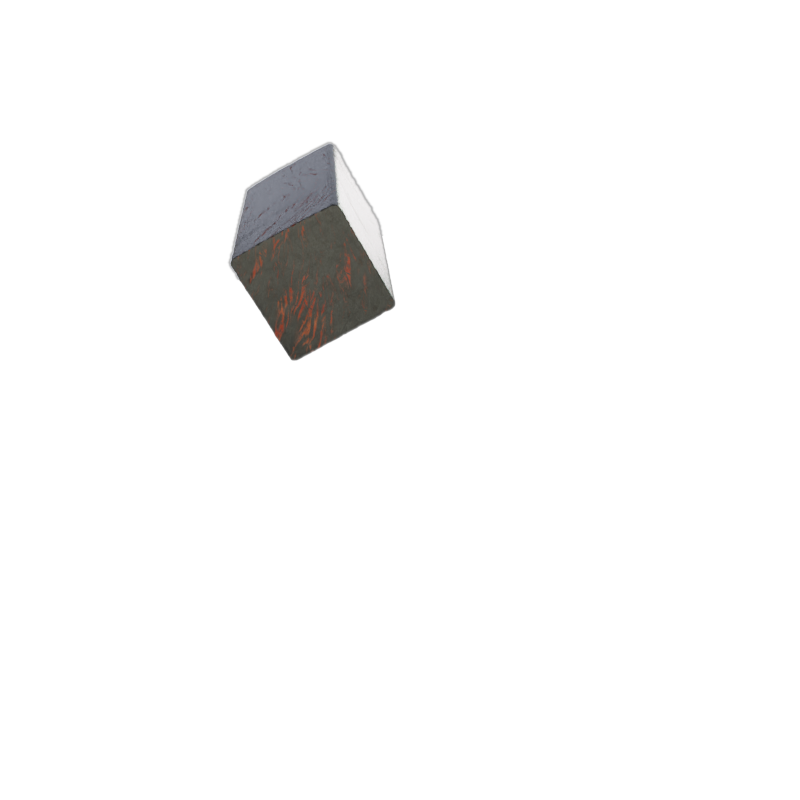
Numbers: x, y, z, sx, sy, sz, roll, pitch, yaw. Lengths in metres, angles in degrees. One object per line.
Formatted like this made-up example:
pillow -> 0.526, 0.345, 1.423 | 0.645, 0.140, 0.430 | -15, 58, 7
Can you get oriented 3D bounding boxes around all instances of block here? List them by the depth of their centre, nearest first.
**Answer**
block -> -0.069, -0.126, 0.881 | 0.090, 0.086, 0.216 | -28, 22, 8
